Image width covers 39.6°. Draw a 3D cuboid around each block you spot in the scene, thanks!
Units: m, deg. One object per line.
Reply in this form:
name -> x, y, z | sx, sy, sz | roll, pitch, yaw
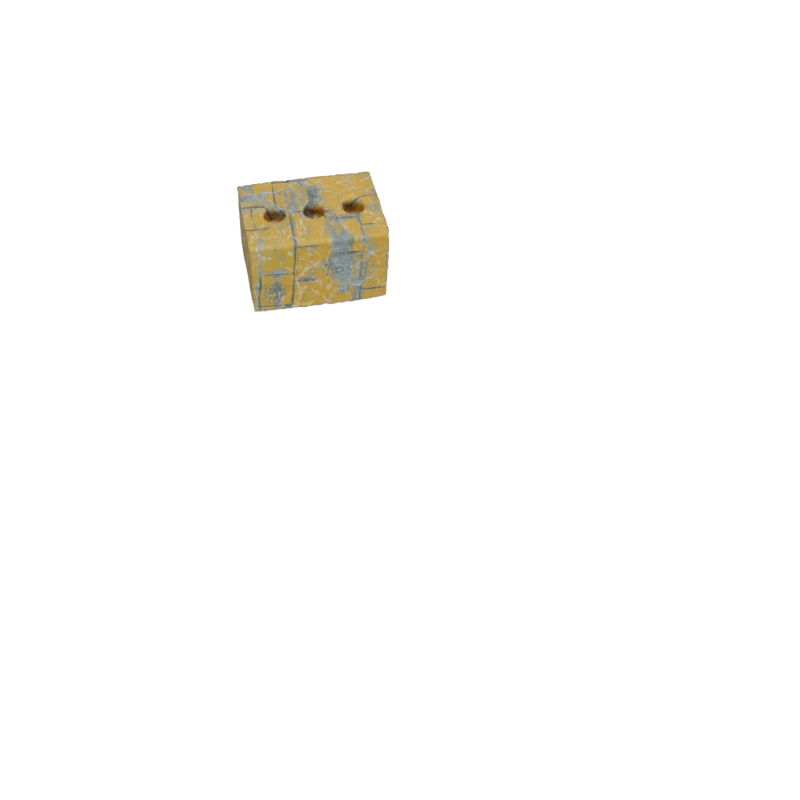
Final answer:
block -> -0.048, -0.088, 0.619 | 0.077, 0.057, 0.048 | -8, -41, -8
